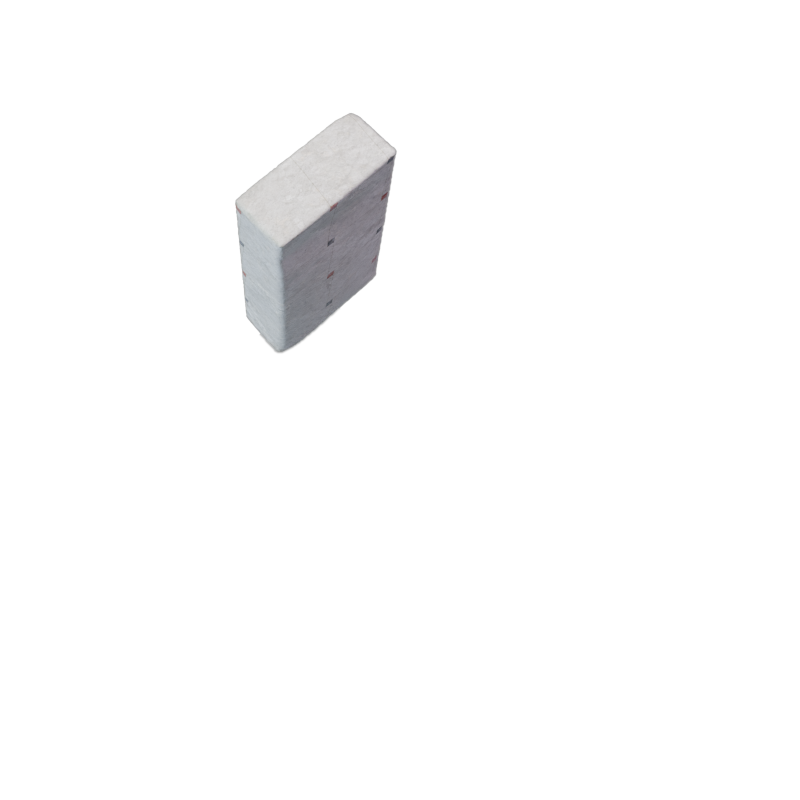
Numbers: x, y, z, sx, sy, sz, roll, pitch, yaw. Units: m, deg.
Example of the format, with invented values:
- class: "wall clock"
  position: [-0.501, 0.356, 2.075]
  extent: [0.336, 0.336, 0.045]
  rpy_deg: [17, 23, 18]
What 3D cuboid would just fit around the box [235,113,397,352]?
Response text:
- class: "box"
  position: [-0.055, -0.100, 0.697]
  extent: [0.094, 0.050, 0.167]
  rpy_deg: [-42, -13, -18]
